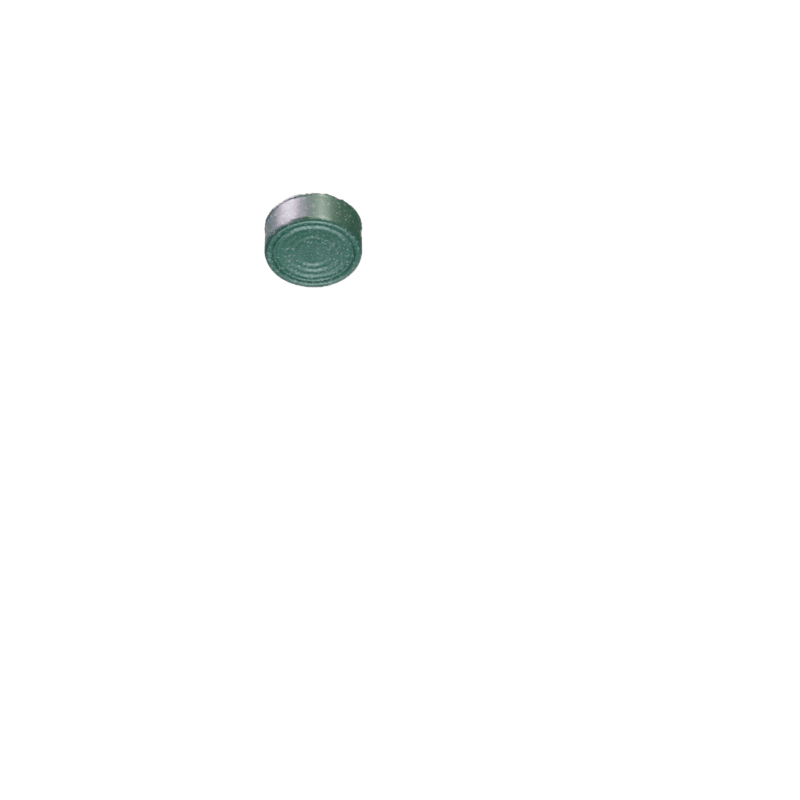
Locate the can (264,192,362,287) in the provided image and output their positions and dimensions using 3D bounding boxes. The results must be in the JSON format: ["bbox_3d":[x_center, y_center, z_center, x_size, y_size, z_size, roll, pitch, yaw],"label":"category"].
[{"bbox_3d":[-0.075,-0.137,0.961,0.086,0.036,0.080,1,-41,-1],"label":"can"}]
